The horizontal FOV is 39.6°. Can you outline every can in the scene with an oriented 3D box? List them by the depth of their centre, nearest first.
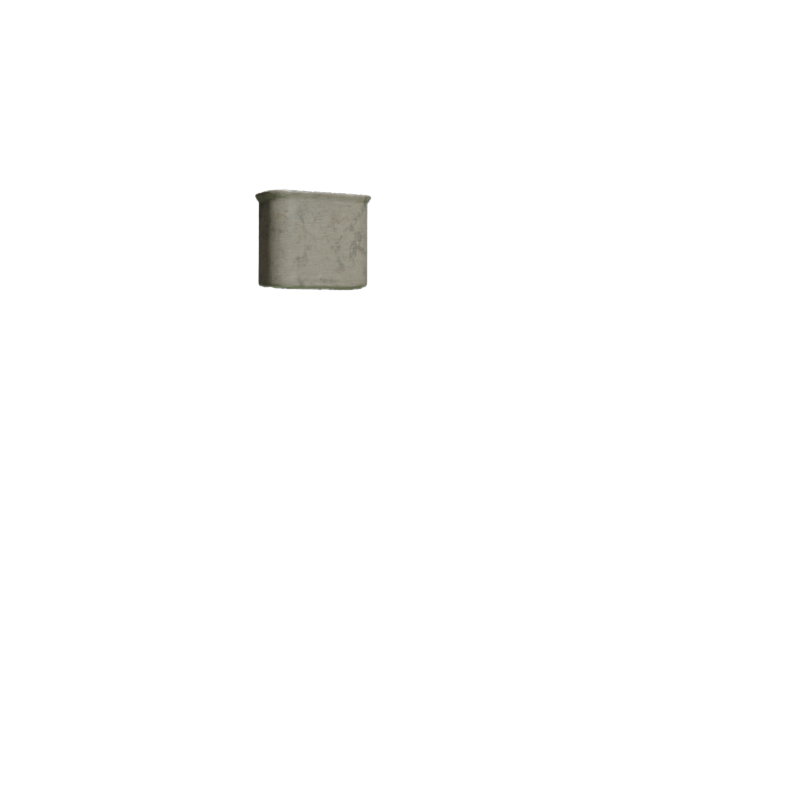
[{"bbox_3d":[-0.077,-0.141,0.989,0.099,0.085,0.059,0,-2,-27],"label":"can"}]
